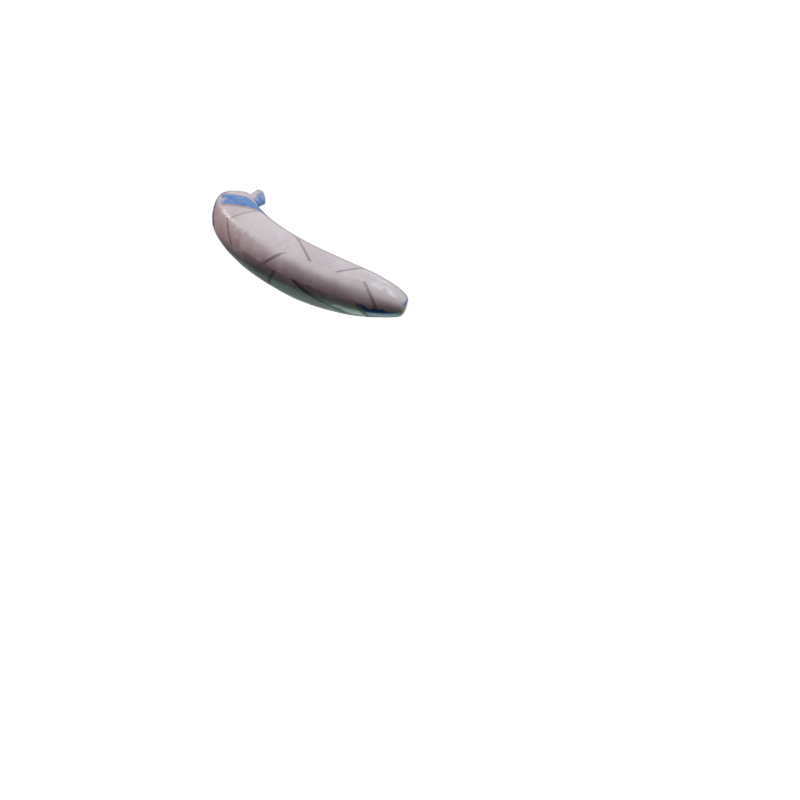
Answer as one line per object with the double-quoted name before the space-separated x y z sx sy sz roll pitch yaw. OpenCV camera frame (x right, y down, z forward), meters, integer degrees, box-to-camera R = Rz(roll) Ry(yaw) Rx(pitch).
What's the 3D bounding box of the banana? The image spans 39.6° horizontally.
"banana" -0.076 -0.104 0.748 0.069 0.034 0.213 -20 40 -27
